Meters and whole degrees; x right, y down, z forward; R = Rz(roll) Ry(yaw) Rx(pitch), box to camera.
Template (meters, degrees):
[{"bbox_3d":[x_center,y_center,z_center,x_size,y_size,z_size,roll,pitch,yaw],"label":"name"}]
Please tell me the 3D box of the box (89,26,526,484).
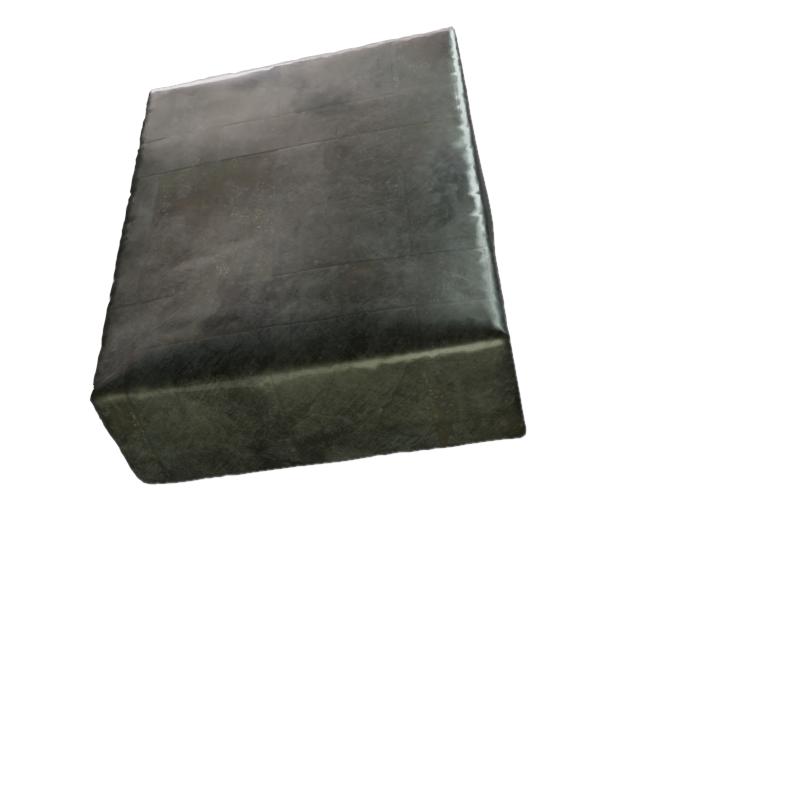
[{"bbox_3d":[-0.040,-0.073,0.510,0.165,0.230,0.066,-10,-44,7],"label":"box"}]
